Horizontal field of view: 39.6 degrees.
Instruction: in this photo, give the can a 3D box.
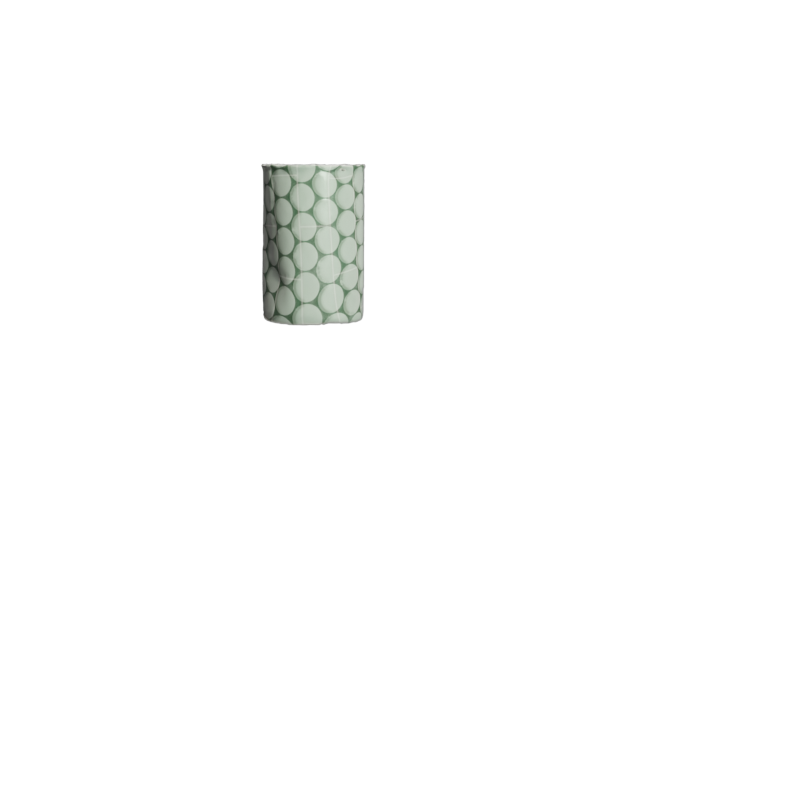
[{"bbox_3d":[-0.057,-0.104,0.725,0.068,0.101,0.070,0,6,-2],"label":"can"}]
